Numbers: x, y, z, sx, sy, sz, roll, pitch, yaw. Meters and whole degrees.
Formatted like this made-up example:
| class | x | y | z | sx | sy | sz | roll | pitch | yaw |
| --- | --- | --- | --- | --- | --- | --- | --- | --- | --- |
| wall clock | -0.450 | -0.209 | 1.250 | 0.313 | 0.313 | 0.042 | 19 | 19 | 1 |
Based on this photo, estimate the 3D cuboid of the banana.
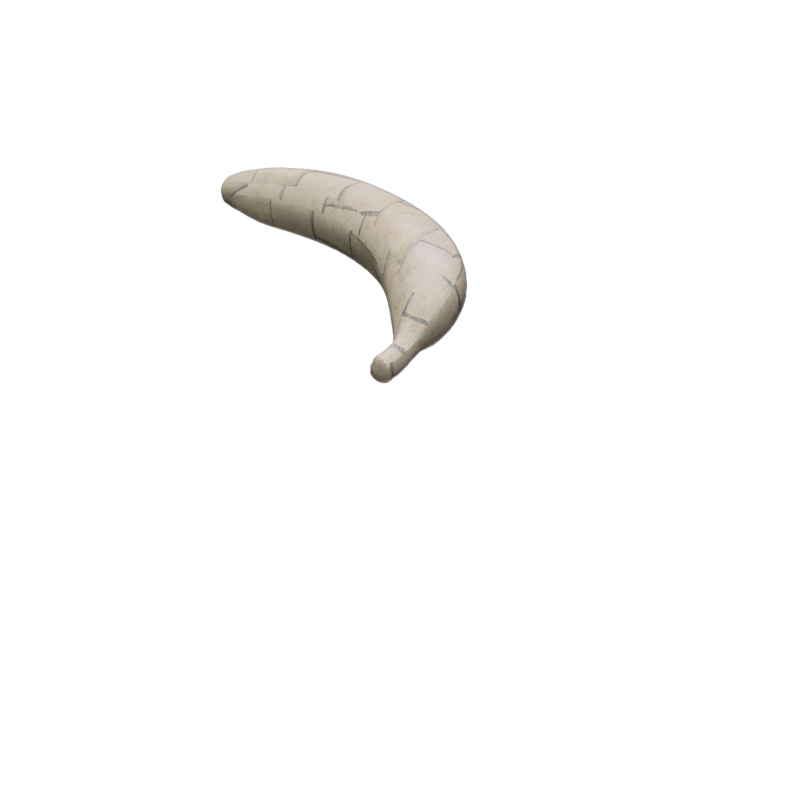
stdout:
| class | x | y | z | sx | sy | sz | roll | pitch | yaw |
| --- | --- | --- | --- | --- | --- | --- | --- | --- | --- |
| banana | -0.022 | -0.075 | 0.517 | 0.068 | 0.035 | 0.213 | -13 | 33 | -22 |
